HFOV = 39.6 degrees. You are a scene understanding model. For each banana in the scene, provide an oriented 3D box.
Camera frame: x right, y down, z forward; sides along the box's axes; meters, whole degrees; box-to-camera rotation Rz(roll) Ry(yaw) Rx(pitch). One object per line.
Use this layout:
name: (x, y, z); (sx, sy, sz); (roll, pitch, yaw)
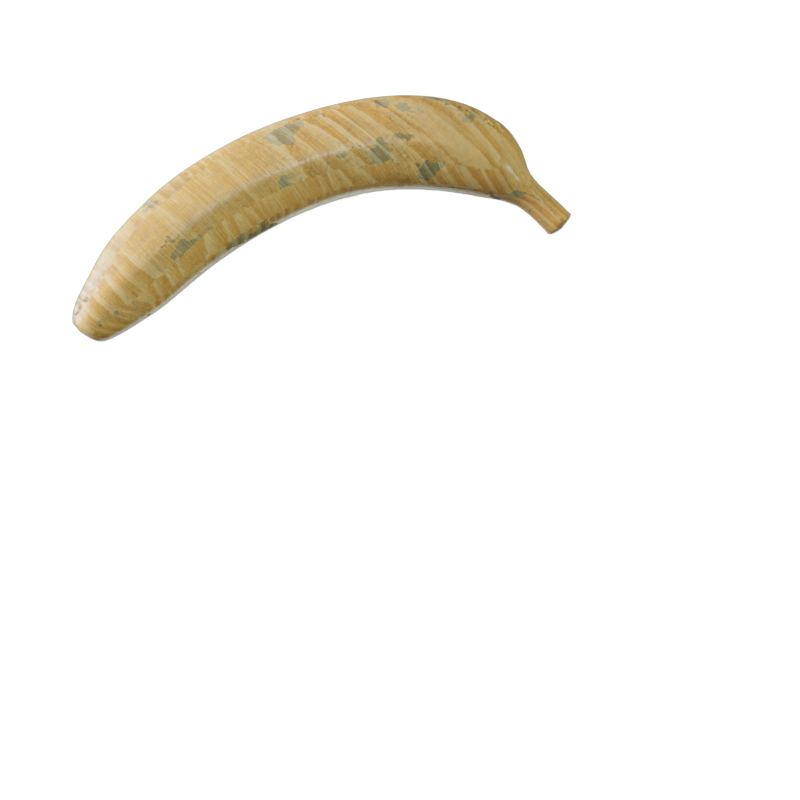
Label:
banana: (-0.035, -0.079, 0.431); (0.197, 0.073, 0.035); (-15, -19, -6)
